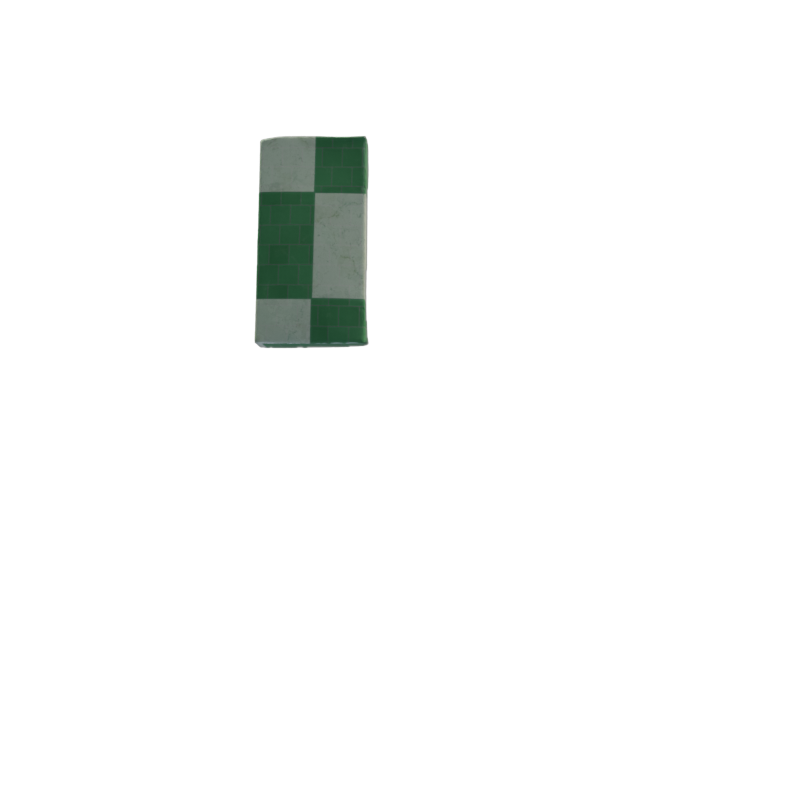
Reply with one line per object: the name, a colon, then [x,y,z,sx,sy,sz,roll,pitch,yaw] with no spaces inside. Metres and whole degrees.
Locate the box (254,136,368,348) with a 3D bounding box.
box: [-0.073,-0.133,0.932,0.094,0.180,0.047,-1,-9,4]
